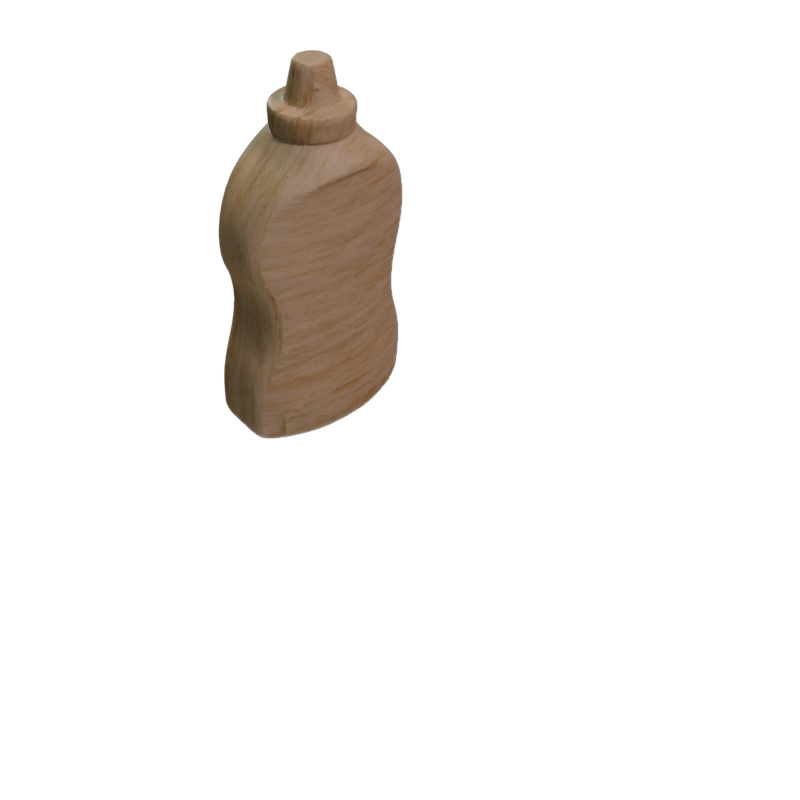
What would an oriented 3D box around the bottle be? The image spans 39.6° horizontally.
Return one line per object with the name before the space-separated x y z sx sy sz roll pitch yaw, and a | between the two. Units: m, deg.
bottle | -0.042 -0.077 0.537 0.095 0.179 0.063 -25 44 -32
